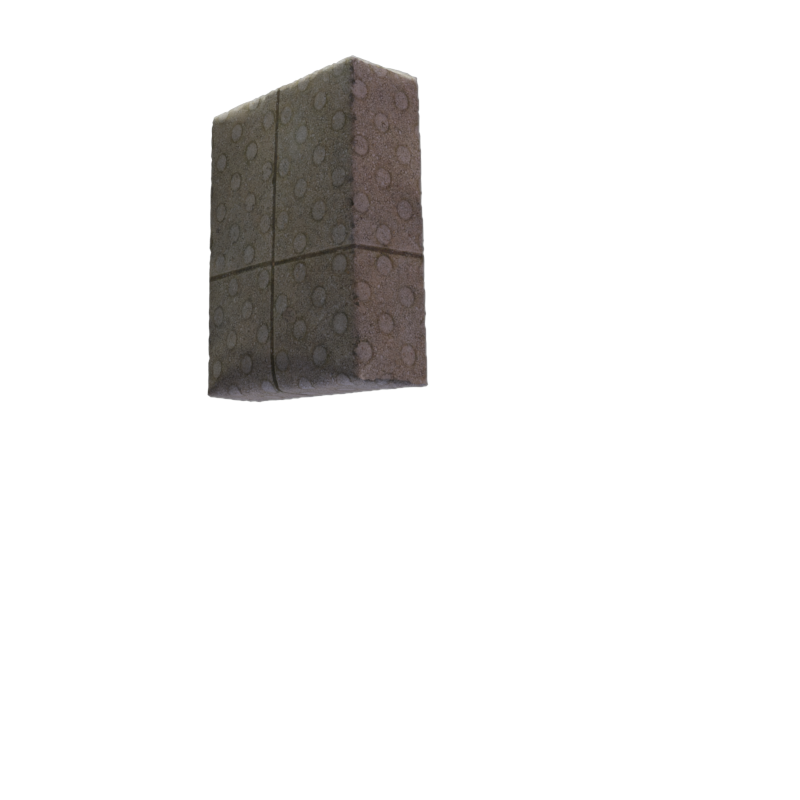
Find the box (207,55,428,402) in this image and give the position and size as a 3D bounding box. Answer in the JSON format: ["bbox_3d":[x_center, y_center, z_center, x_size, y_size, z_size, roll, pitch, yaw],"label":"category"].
[{"bbox_3d":[-0.061,-0.111,0.776,0.068,0.220,0.168,10,-14,-42],"label":"box"}]
